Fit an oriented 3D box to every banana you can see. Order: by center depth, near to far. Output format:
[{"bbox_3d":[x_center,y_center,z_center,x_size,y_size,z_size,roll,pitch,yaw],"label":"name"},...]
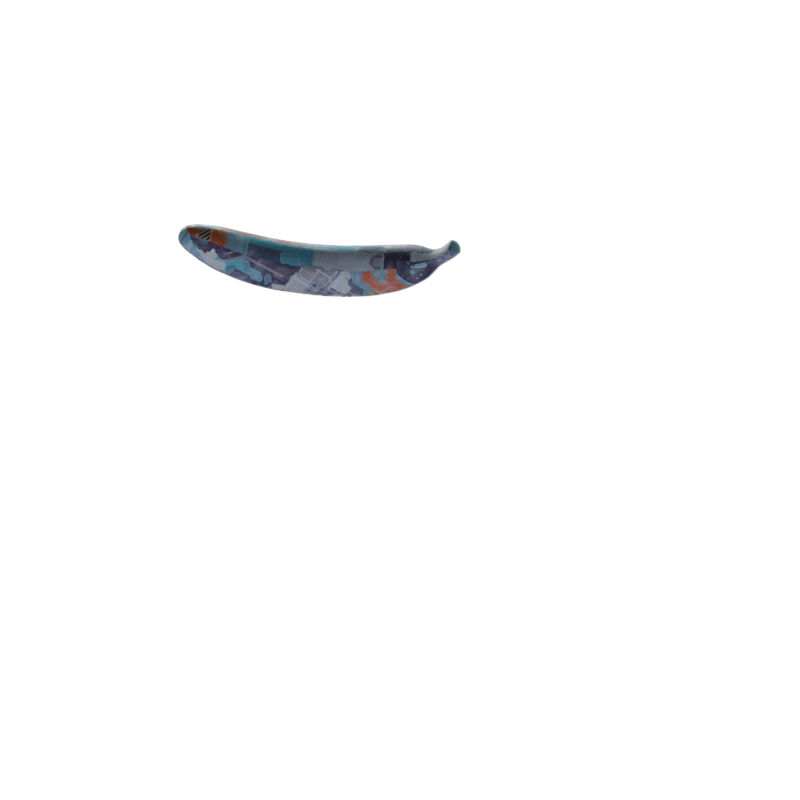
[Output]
[{"bbox_3d":[-0.060,-0.103,0.803,0.197,0.039,0.065,1,-34,-2],"label":"banana"}]
